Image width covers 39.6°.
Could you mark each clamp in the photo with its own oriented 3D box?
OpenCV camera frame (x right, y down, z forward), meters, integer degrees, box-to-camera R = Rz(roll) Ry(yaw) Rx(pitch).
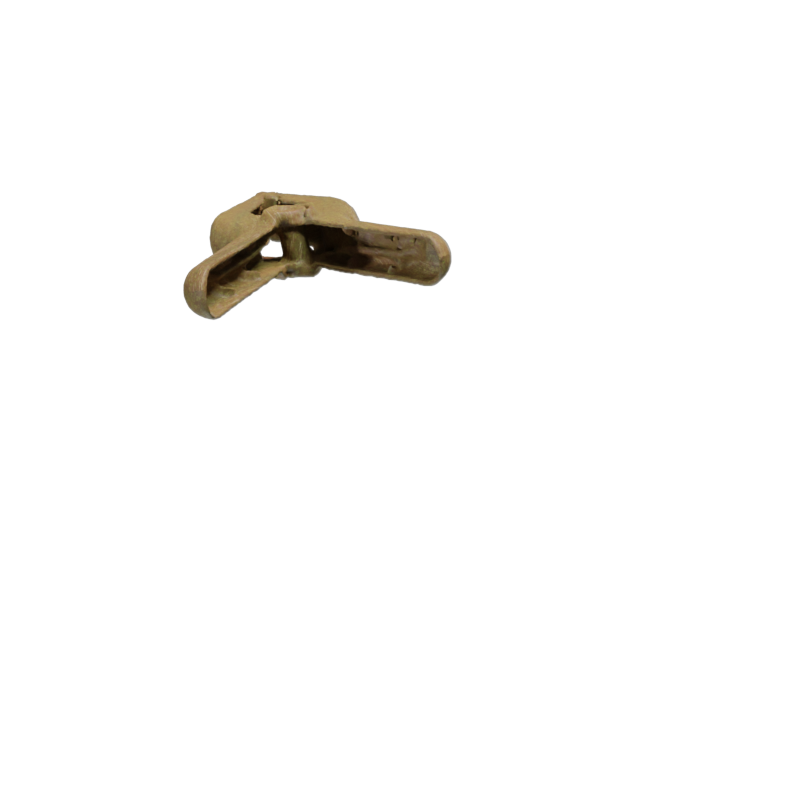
[{"bbox_3d":[-0.044,-0.080,0.558,0.119,0.038,0.180,-2,22,-5],"label":"clamp"}]
